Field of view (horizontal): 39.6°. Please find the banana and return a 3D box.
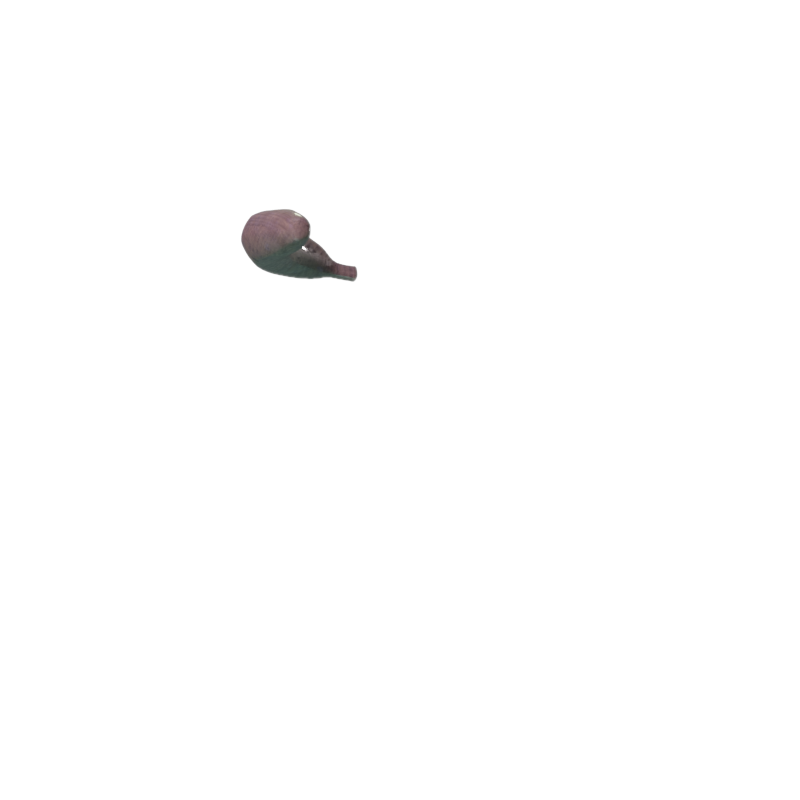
[{"bbox_3d":[-0.080,-0.113,0.800,0.070,0.037,0.193,0,-1,8],"label":"banana"}]
